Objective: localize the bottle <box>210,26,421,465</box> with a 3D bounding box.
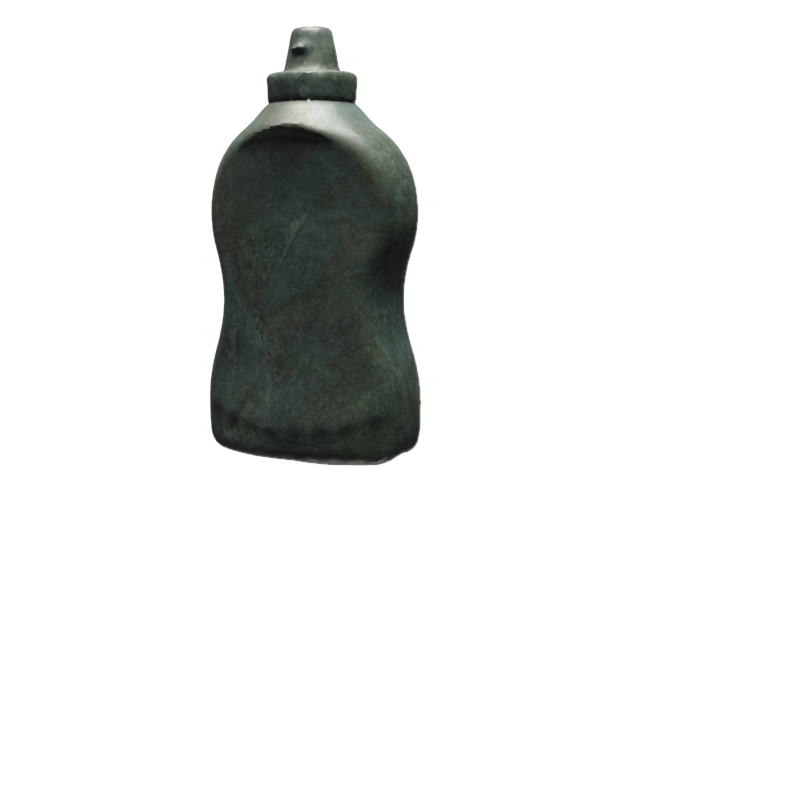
[{"bbox_3d":[-0.040,-0.072,0.503,0.099,0.191,0.057,2,3,28],"label":"bottle"}]
